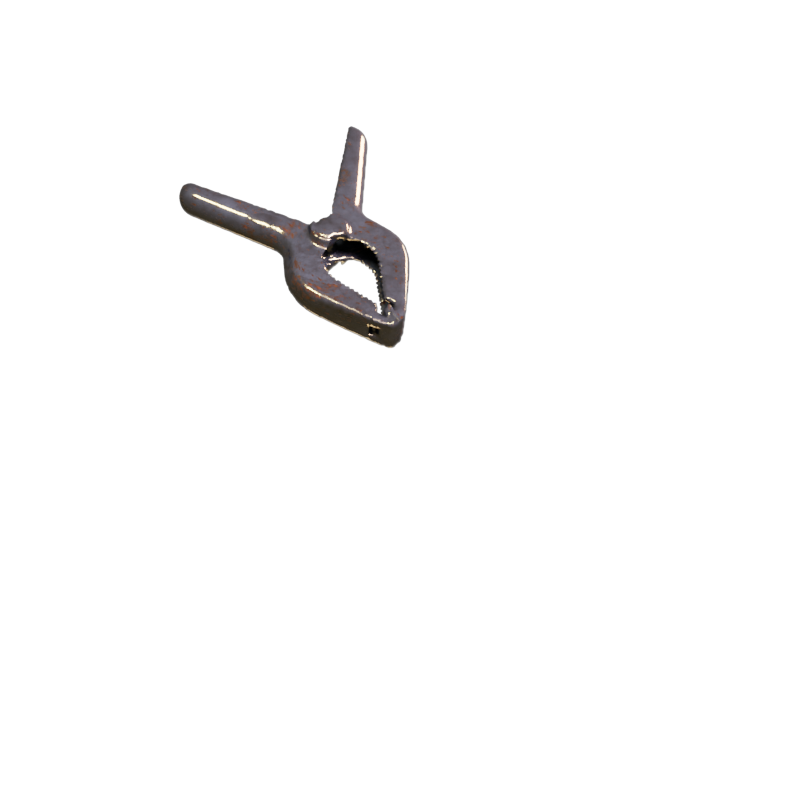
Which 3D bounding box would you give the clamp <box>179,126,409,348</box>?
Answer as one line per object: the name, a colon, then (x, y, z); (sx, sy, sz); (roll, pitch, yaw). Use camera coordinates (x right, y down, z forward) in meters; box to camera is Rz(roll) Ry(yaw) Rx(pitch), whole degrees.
clamp: (-0.066, -0.120, 0.842); (0.163, 0.227, 0.034); (-18, -37, -14)
